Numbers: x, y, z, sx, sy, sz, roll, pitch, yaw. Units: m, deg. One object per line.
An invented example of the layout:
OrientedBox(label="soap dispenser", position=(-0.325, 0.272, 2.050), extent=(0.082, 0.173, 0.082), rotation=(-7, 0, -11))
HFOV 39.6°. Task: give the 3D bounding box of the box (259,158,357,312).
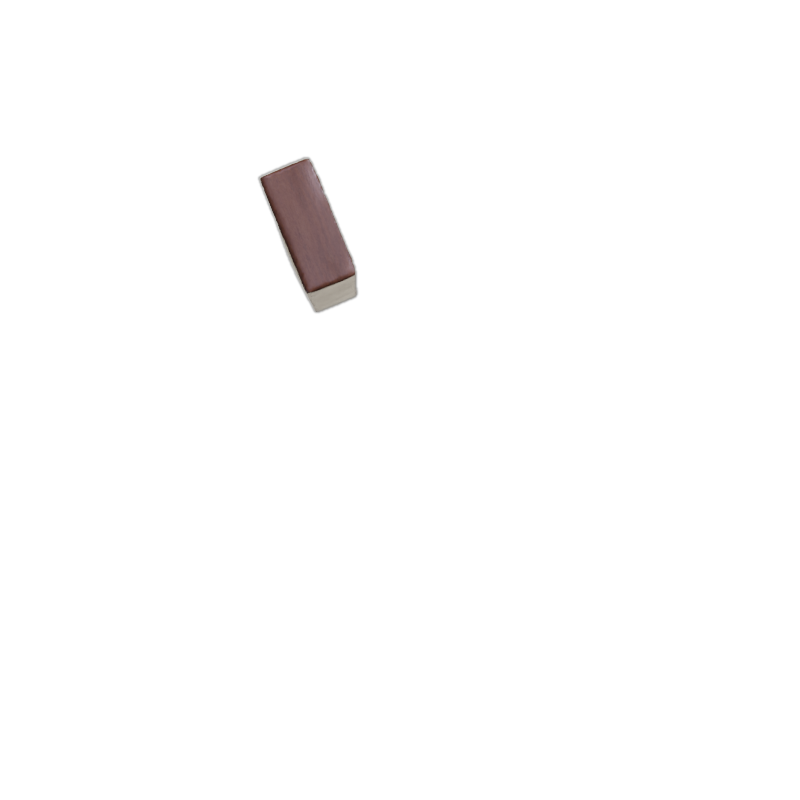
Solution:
OrientedBox(label="box", position=(-0.067, -0.123, 0.865), extent=(0.048, 0.095, 0.175), rotation=(-22, -1, -4))
